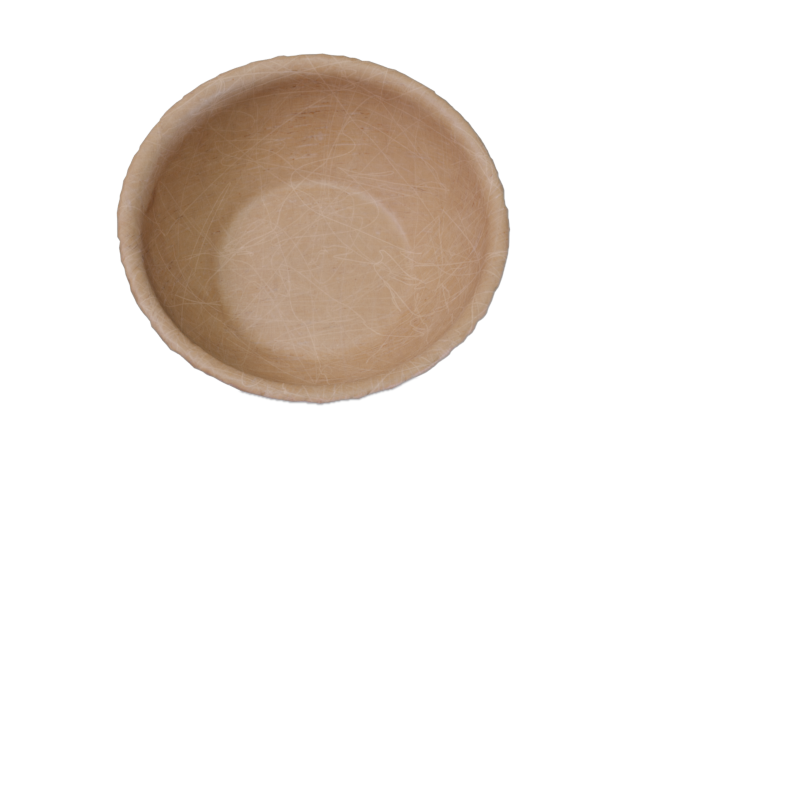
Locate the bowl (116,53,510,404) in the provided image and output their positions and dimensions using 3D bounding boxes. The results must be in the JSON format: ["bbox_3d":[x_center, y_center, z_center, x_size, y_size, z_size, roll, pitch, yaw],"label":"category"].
[{"bbox_3d":[-0.038,-0.068,0.479,0.162,0.171,0.052,-1,-24,-1],"label":"bowl"}]
